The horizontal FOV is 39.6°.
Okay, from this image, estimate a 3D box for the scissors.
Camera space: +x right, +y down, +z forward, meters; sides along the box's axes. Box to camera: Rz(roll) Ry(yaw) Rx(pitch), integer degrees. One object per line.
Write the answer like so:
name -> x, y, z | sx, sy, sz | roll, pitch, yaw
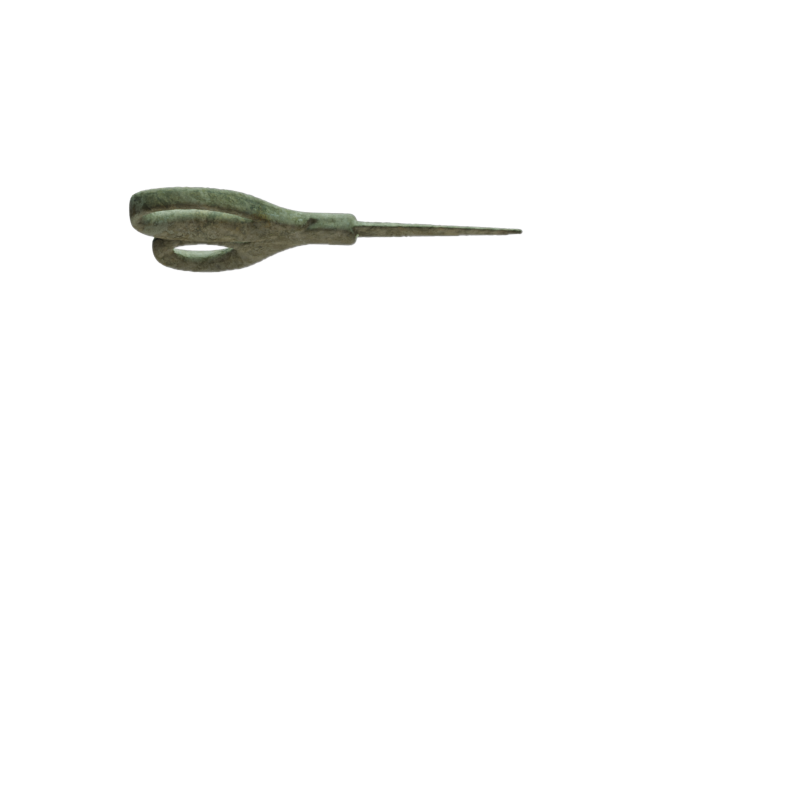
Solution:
scissors -> -0.046, -0.085, 0.594 | 0.196, 0.016, 0.094 | 5, -16, -18
